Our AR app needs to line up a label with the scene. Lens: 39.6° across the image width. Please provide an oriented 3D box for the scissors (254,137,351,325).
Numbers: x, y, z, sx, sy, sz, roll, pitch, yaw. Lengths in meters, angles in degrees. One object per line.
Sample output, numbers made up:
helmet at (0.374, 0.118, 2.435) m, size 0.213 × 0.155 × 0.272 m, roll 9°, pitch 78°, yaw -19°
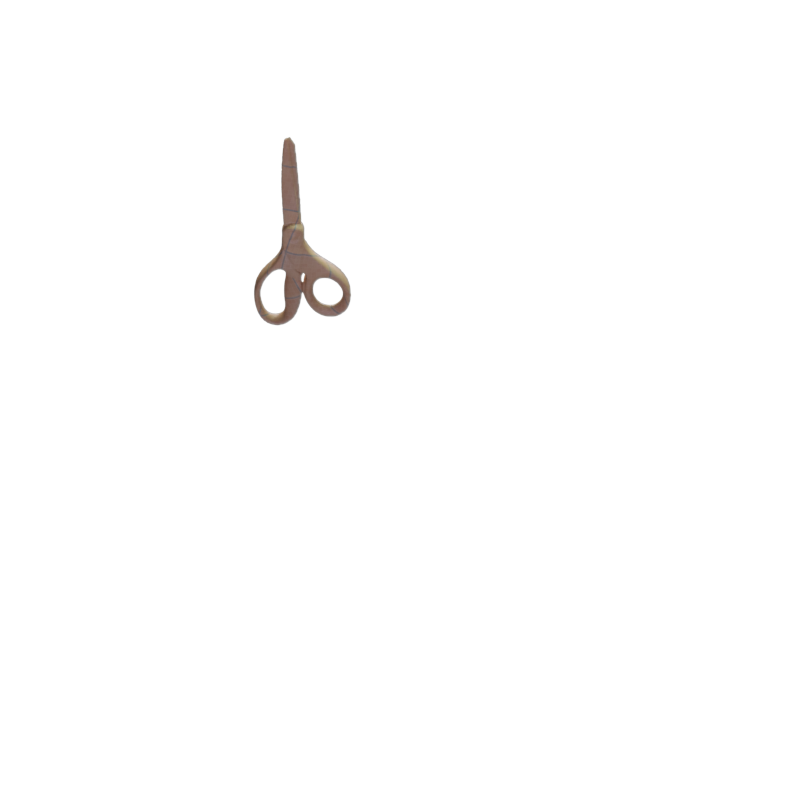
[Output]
scissors at (-0.075, -0.137, 0.961) m, size 0.094 × 0.191 × 0.017 m, roll 12°, pitch 42°, yaw -11°
